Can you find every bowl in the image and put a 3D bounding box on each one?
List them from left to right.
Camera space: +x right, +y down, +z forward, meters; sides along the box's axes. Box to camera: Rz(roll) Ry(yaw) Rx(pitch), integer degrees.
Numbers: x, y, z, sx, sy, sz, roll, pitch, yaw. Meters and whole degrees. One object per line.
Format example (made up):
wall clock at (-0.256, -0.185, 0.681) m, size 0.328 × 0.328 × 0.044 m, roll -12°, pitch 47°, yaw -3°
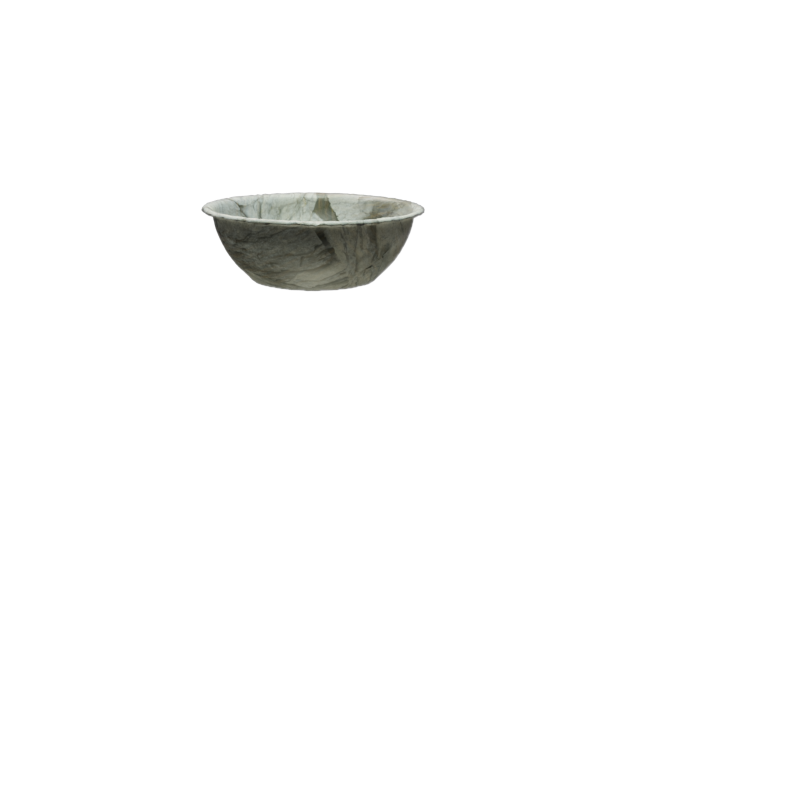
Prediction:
bowl at (-0.063, -0.116, 0.811) m, size 0.162 × 0.053 × 0.168 m, roll -1°, pitch 17°, yaw -2°
